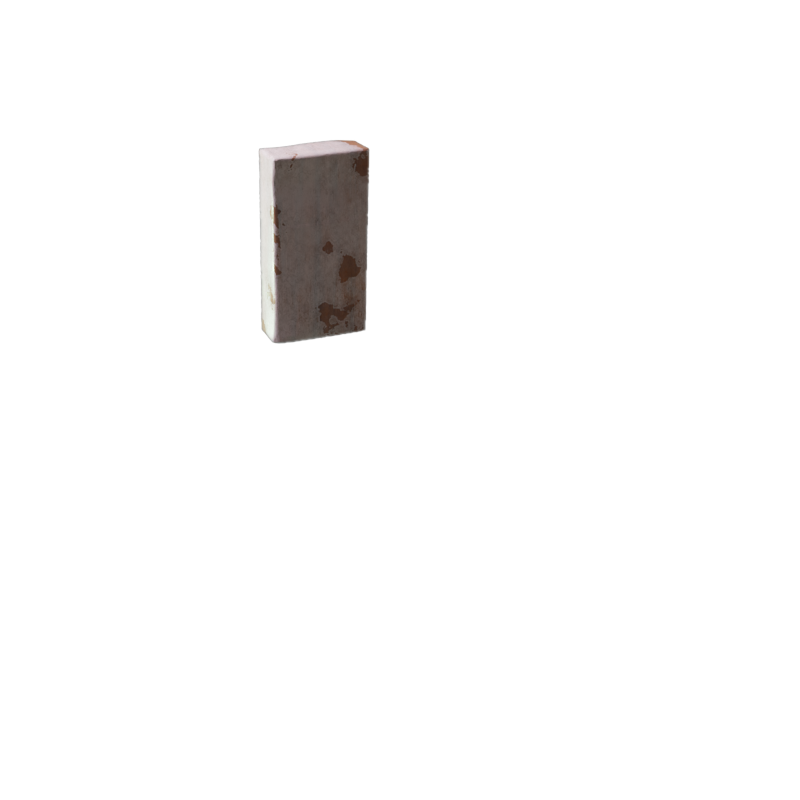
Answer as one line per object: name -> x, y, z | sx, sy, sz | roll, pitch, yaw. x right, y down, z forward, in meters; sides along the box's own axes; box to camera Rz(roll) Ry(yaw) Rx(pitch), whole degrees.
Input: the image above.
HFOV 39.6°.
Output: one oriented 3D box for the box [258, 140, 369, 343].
box -> -0.078, -0.142, 0.997 | 0.091, 0.169, 0.051 | -8, 21, -23
